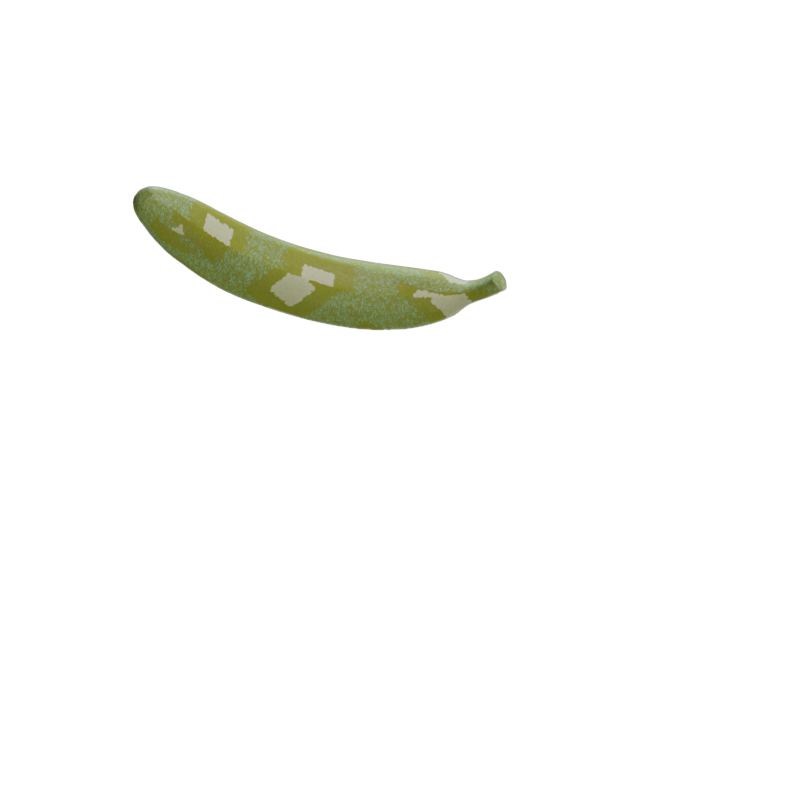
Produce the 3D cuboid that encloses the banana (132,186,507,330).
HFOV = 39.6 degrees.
[{"bbox_3d":[-0.048,-0.071,0.589,0.193,0.039,0.066,11,-40,-13],"label":"banana"}]
